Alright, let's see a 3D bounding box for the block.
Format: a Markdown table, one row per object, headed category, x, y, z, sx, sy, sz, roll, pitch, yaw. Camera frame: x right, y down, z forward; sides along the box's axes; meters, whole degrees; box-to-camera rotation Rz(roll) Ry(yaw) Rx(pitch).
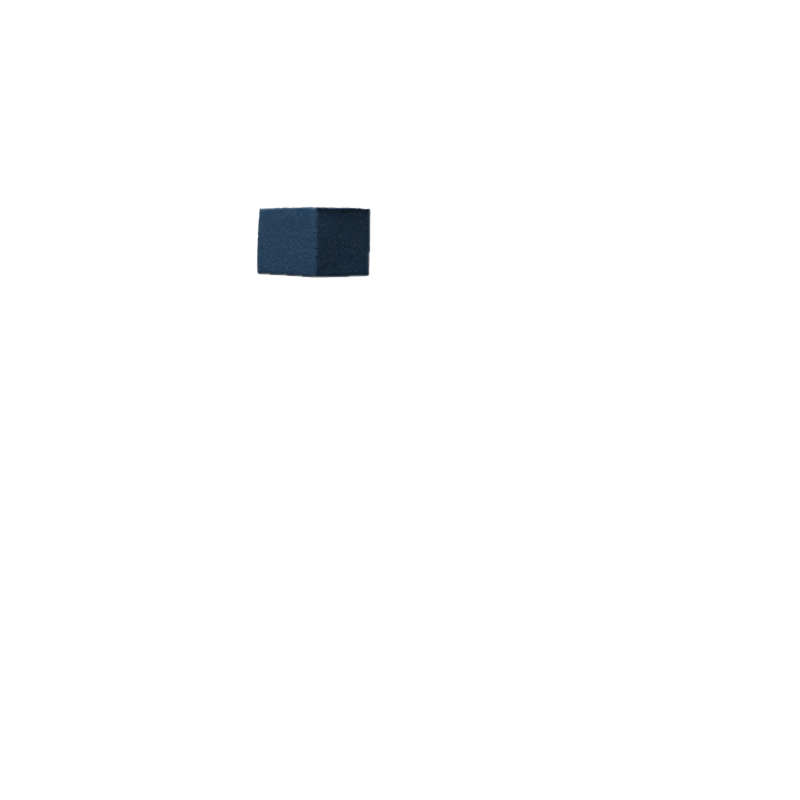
| category | x | y | z | sx | sy | sz | roll | pitch | yaw |
| --- | --- | --- | --- | --- | --- | --- | --- | --- | --- |
| block | -0.066 | -0.120 | 0.839 | 0.051 | 0.051 | 0.081 | -4 | 7 | -39 |
